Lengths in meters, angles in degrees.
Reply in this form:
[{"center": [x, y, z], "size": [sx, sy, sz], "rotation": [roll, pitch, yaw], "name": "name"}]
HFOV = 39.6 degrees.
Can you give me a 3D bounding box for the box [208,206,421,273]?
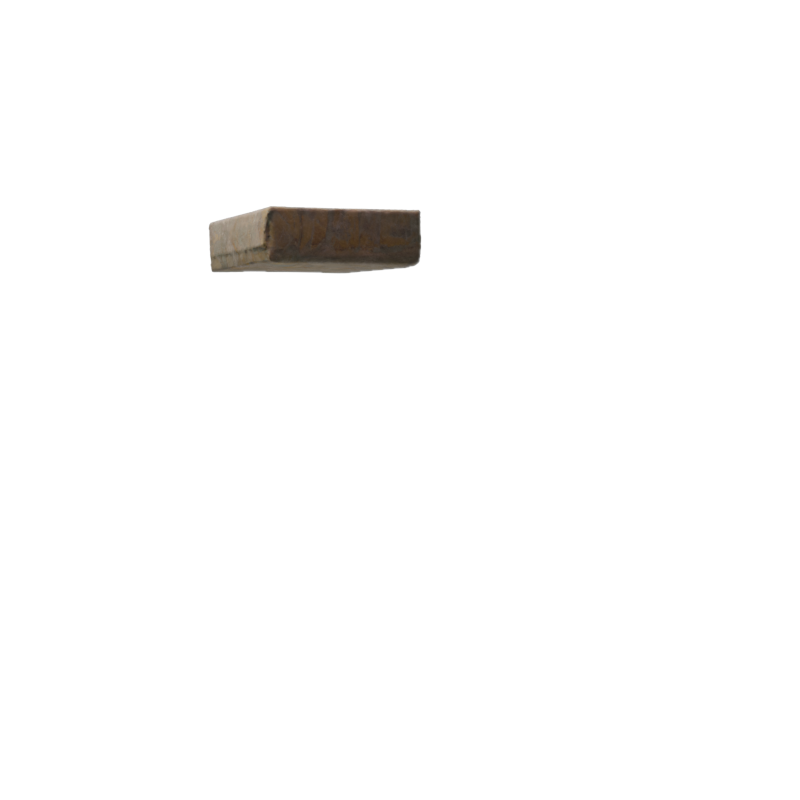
[{"center": [-0.056, -0.103, 0.721], "size": [0.110, 0.039, 0.093], "rotation": [-1, 2, -31], "name": "box"}]
